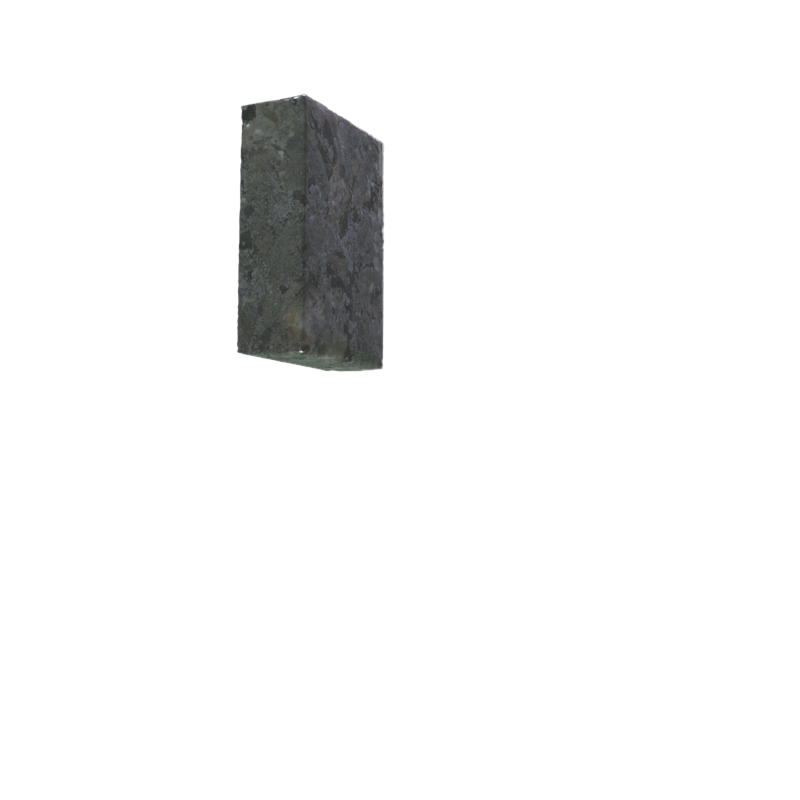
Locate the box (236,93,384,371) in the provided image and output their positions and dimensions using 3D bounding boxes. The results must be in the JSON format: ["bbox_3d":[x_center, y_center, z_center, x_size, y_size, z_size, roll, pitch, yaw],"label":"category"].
[{"bbox_3d":[-0.075,-0.137,0.962,0.074,0.219,0.156,-5,-9,23],"label":"box"}]
